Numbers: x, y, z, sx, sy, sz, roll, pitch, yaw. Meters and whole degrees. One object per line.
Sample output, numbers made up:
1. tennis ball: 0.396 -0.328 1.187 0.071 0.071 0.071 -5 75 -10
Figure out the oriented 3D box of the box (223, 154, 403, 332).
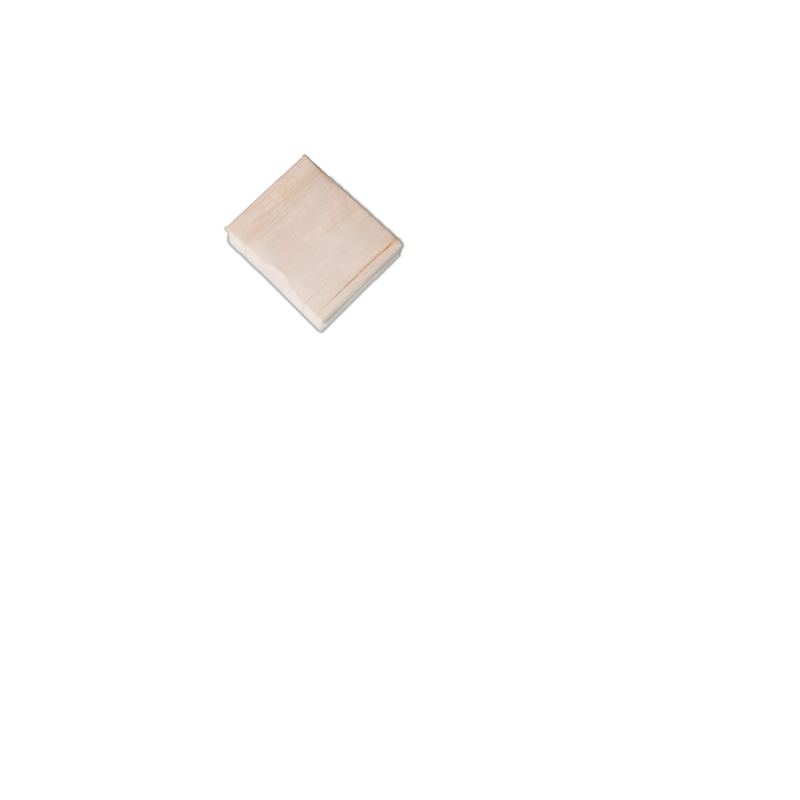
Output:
1. box: -0.055 -0.100 0.700 0.092 0.074 0.029 44 -12 12
